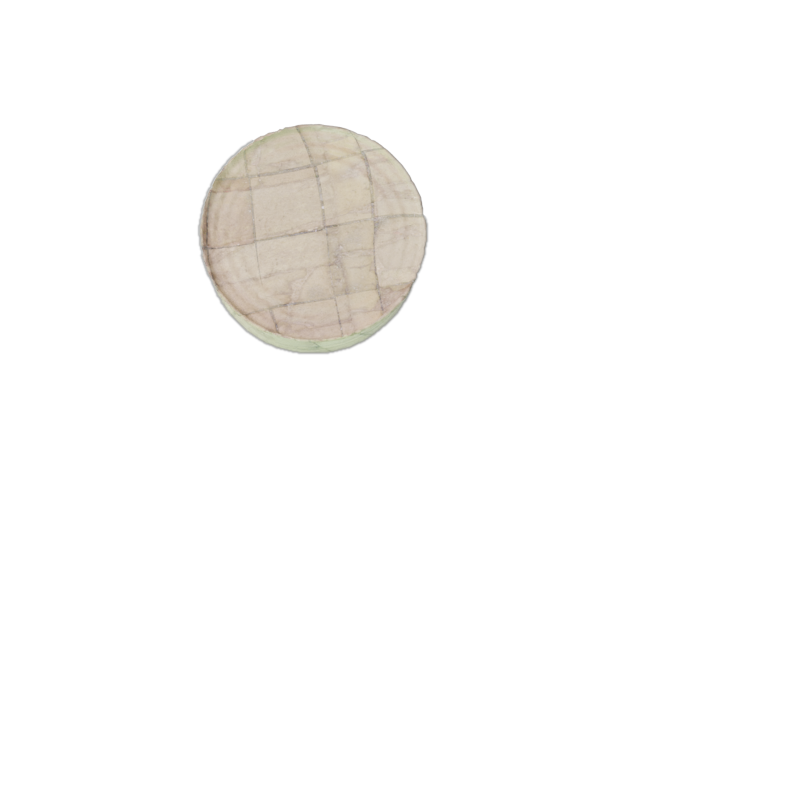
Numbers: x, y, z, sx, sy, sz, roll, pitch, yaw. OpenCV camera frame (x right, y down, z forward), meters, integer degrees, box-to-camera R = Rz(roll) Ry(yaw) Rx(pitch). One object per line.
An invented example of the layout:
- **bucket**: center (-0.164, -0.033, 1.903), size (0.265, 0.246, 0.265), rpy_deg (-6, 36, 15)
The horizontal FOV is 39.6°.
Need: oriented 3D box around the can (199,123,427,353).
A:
- **can**: center (-0.034, -0.062, 0.433), size (0.086, 0.089, 0.032), rpy_deg (0, -15, -1)
